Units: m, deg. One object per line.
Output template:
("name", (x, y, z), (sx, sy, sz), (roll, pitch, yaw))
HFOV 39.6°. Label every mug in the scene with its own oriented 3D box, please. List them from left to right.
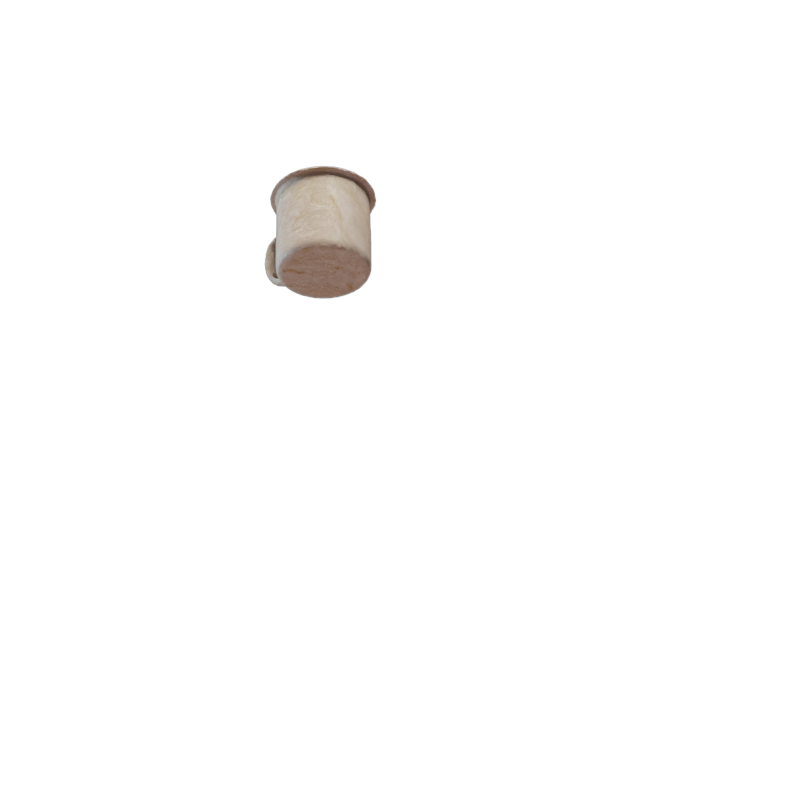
("mug", (-0.075, -0.137, 0.962), (0.117, 0.087, 0.087), (-25, -39, 33))
